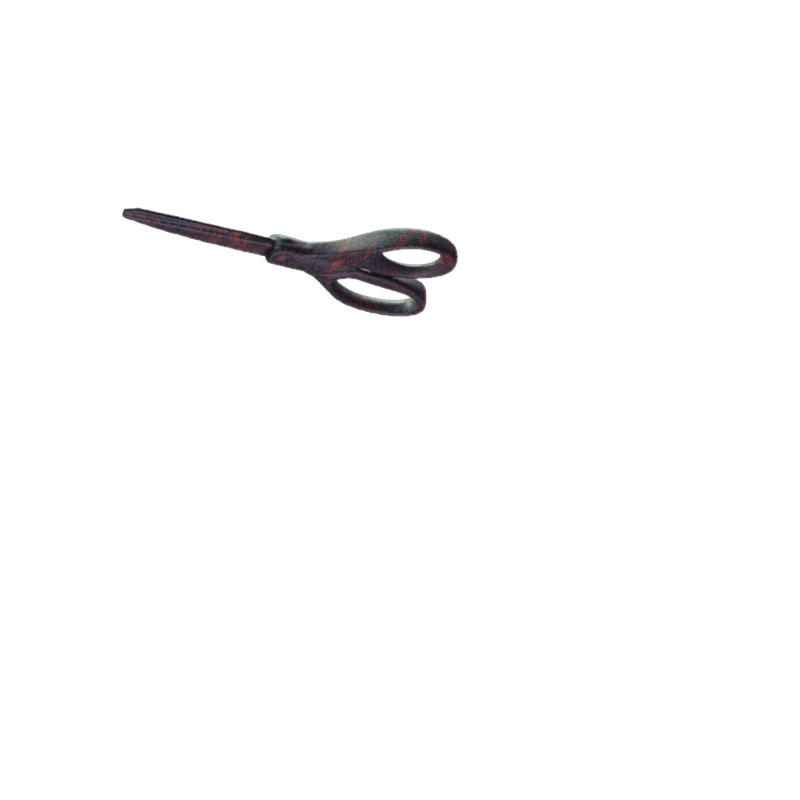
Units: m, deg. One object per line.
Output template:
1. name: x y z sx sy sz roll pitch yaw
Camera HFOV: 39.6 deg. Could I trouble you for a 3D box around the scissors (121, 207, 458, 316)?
1. scissors: -0.050 -0.092 0.643 0.190 0.017 0.096 21 -33 -36
